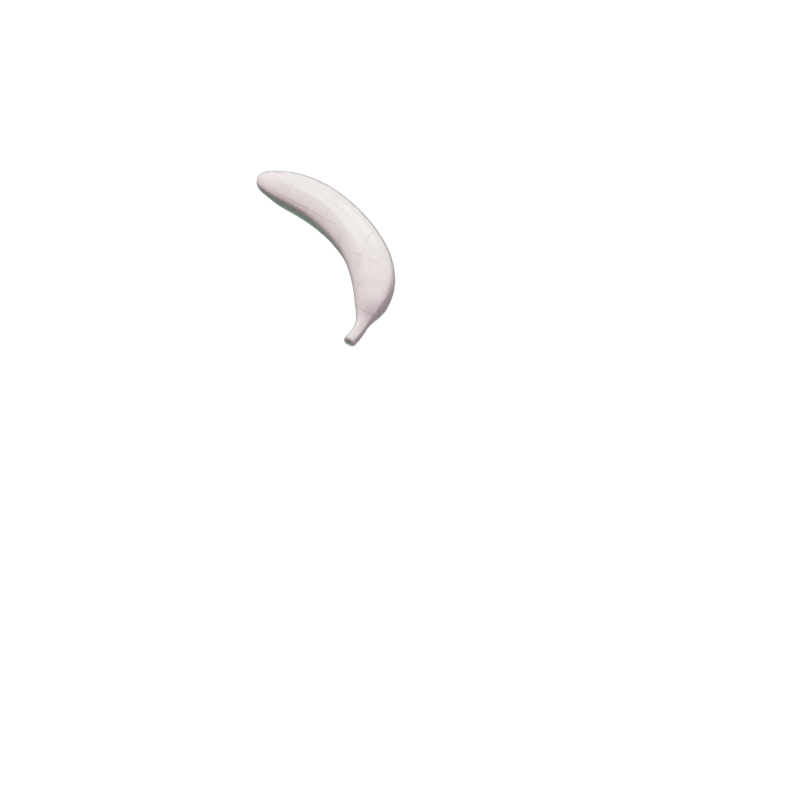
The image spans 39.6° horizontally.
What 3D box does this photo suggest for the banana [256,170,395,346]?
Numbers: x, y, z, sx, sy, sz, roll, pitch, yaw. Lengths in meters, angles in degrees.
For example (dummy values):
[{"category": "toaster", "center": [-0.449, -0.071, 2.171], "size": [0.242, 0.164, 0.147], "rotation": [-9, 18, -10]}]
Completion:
[{"category": "banana", "center": [-0.055, -0.136, 0.933], "size": [0.069, 0.213, 0.034], "rotation": [-20, -36, -16]}]
